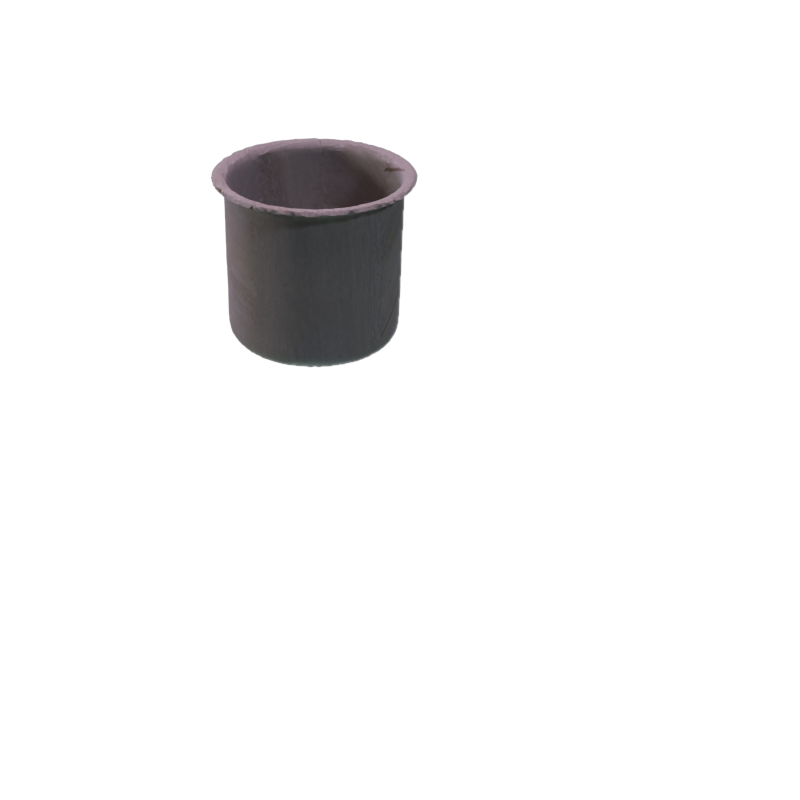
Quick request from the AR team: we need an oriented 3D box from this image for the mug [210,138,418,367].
[{"bbox_3d":[-0.041,-0.076,0.529,0.093,0.077,0.125,-2,30,-4],"label":"mug"}]
